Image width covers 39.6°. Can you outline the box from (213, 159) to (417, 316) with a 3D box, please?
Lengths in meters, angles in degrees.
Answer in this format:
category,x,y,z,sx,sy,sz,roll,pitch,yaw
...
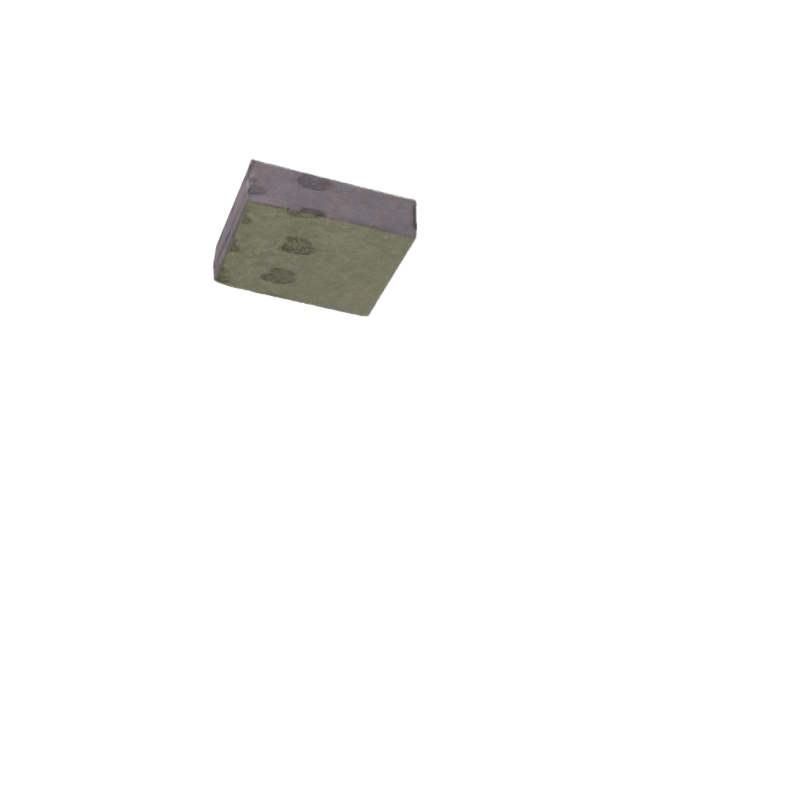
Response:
category,x,y,z,sx,sy,sz,roll,pitch,yaw
box,-0.056,-0.102,0.717,0.111,0.042,0.086,11,-37,-16
